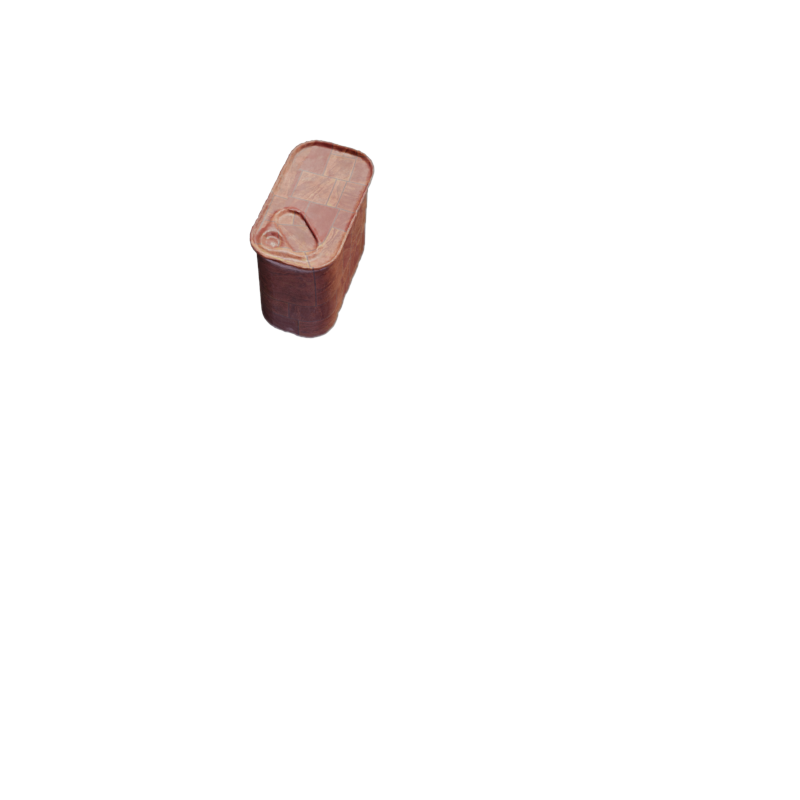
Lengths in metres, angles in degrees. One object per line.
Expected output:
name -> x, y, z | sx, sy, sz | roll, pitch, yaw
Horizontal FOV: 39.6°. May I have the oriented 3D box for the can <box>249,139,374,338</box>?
can -> -0.057, -0.103, 0.724 | 0.059, 0.107, 0.078 | 16, -33, 7
